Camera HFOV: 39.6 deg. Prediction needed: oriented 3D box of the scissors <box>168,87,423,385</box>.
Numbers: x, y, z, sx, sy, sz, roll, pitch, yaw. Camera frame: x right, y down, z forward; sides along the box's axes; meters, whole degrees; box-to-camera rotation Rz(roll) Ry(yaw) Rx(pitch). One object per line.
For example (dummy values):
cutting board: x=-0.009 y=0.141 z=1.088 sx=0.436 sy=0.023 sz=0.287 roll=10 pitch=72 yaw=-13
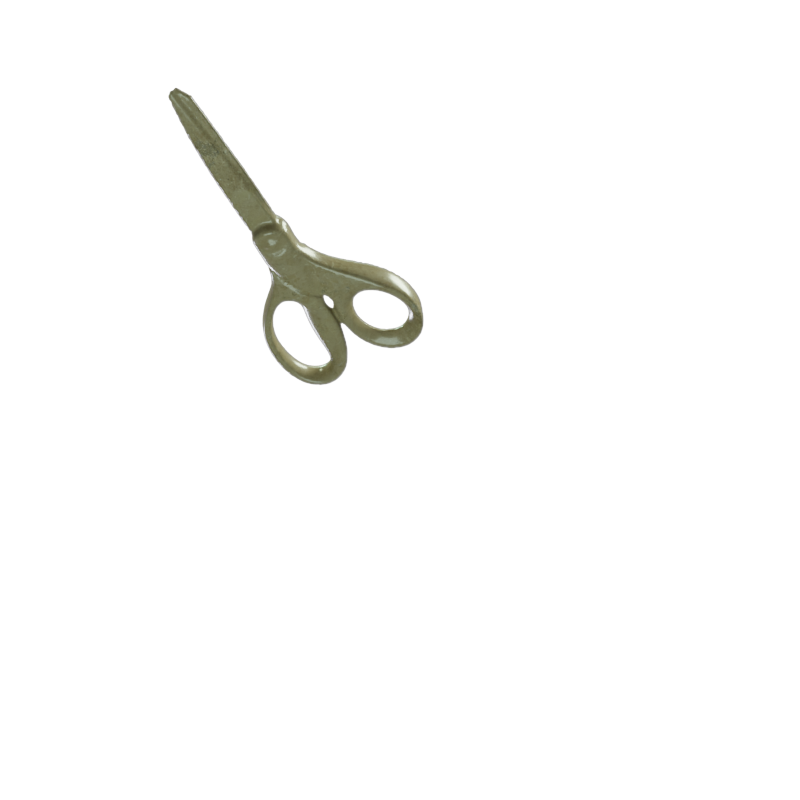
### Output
scissors: x=-0.044 y=-0.080 z=0.560 sx=0.097 sy=0.017 sz=0.186 roll=-6 pitch=-45 yaw=6
